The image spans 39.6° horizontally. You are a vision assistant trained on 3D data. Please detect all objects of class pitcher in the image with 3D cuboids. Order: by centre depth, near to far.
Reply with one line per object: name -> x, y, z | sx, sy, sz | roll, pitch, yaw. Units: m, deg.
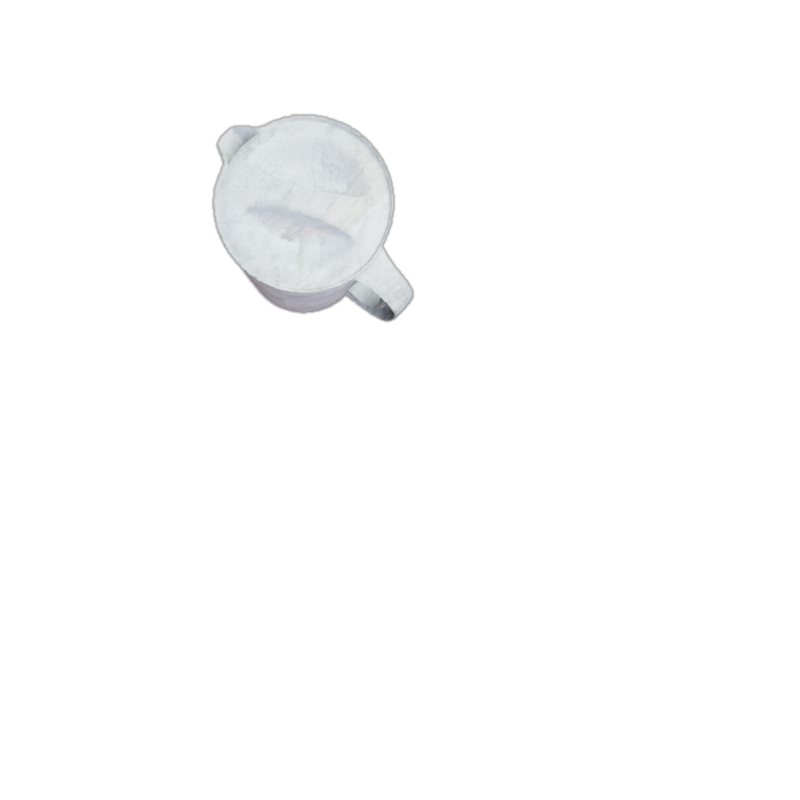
pitcher -> -0.072, -0.132, 0.922 | 0.144, 0.152, 0.239 | -3, -5, -4
